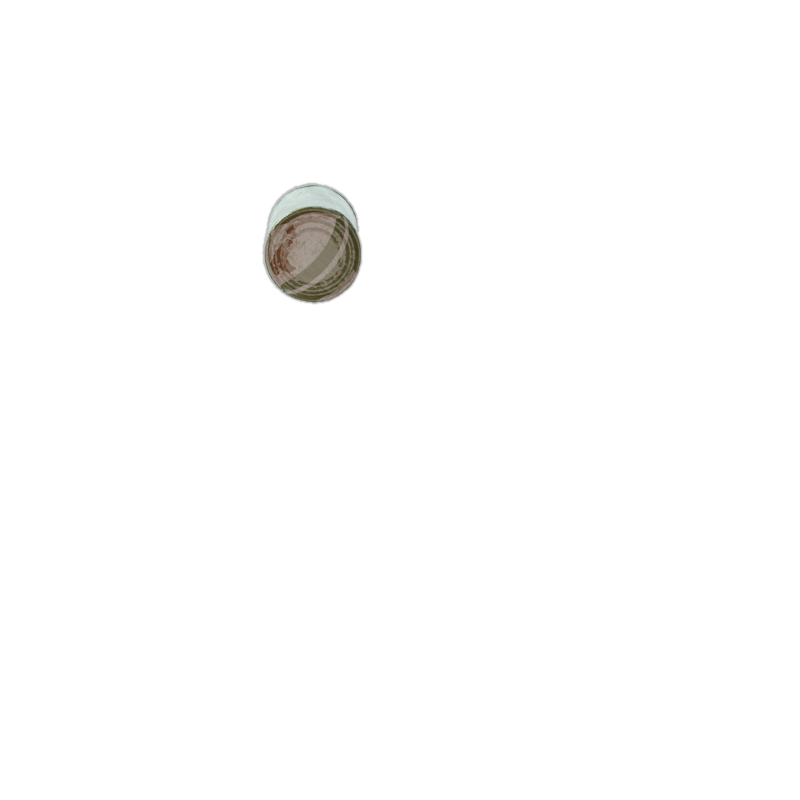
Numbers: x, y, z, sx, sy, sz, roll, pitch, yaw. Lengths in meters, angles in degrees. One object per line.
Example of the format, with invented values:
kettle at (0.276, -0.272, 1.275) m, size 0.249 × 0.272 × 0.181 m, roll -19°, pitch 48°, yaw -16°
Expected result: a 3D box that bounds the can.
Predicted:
can at (-0.062, -0.112, 0.788) m, size 0.068 × 0.066 × 0.106 m, roll 0°, pitch 17°, yaw -3°
